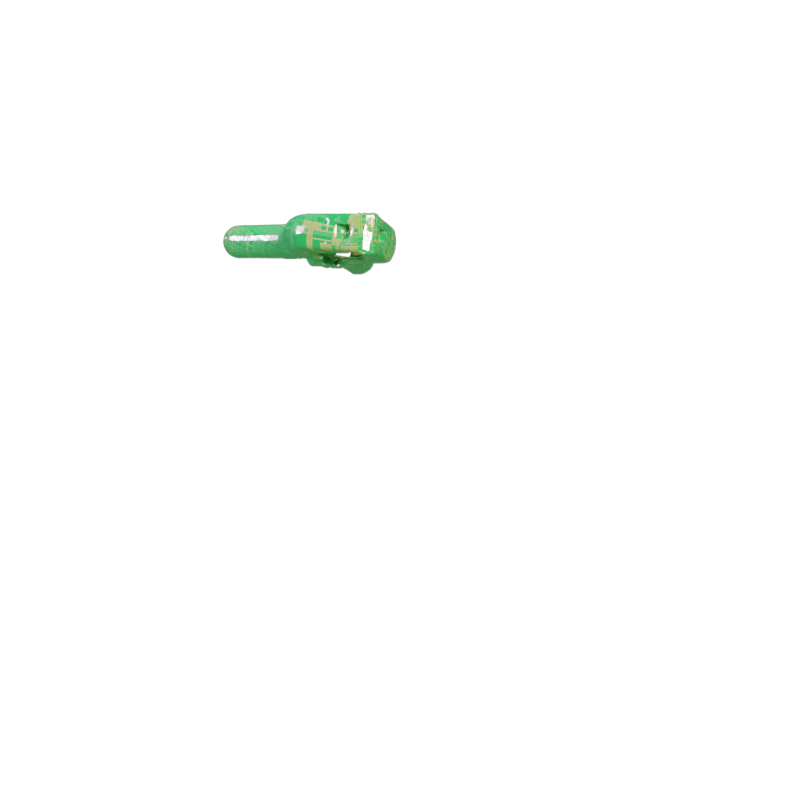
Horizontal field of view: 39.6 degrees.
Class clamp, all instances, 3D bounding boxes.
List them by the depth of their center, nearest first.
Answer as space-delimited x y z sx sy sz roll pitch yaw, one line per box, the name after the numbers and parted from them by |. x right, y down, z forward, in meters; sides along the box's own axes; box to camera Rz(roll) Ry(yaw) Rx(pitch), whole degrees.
-0.062 -0.114 0.798 0.118 0.040 0.172 0 -1 -12 | clamp
